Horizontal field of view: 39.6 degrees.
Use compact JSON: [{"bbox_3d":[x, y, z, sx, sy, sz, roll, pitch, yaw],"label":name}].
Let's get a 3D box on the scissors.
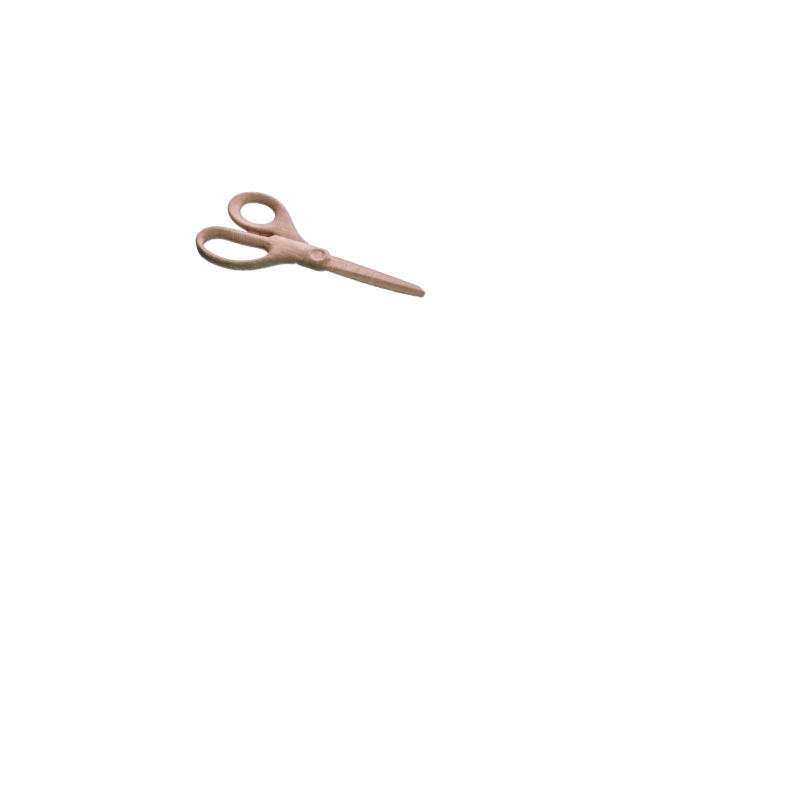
[{"bbox_3d":[-0.075,-0.138,0.964,0.203,0.102,0.015,6,-38,5],"label":"scissors"}]
